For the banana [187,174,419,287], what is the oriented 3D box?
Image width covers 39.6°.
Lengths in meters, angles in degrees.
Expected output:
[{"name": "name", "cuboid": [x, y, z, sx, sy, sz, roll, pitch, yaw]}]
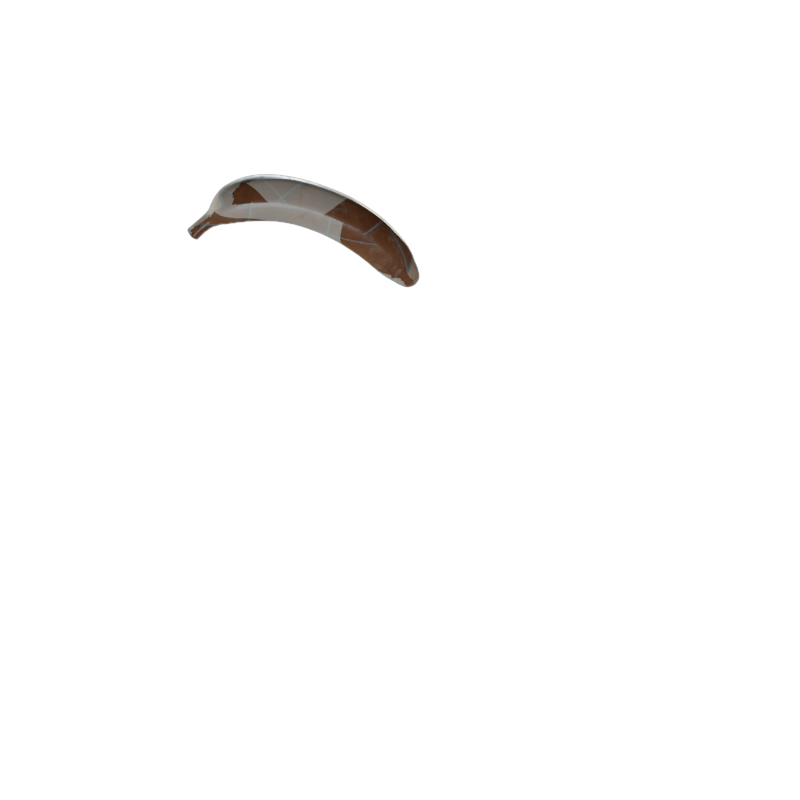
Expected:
[{"name": "banana", "cuboid": [-0.069, -0.144, 0.902, 0.194, 0.066, 0.039, 13, 40, -11]}]
